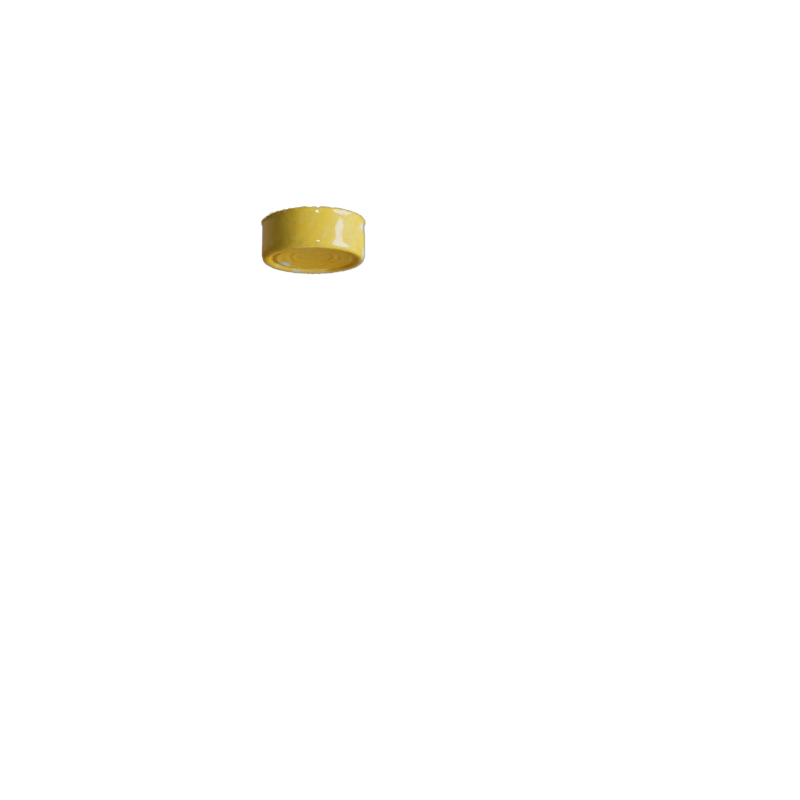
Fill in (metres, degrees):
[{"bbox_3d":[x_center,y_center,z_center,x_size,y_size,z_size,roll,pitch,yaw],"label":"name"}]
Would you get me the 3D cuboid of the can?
[{"bbox_3d":[-0.071,-0.129,0.907,0.086,0.035,0.083,0,-10,-2],"label":"can"}]
